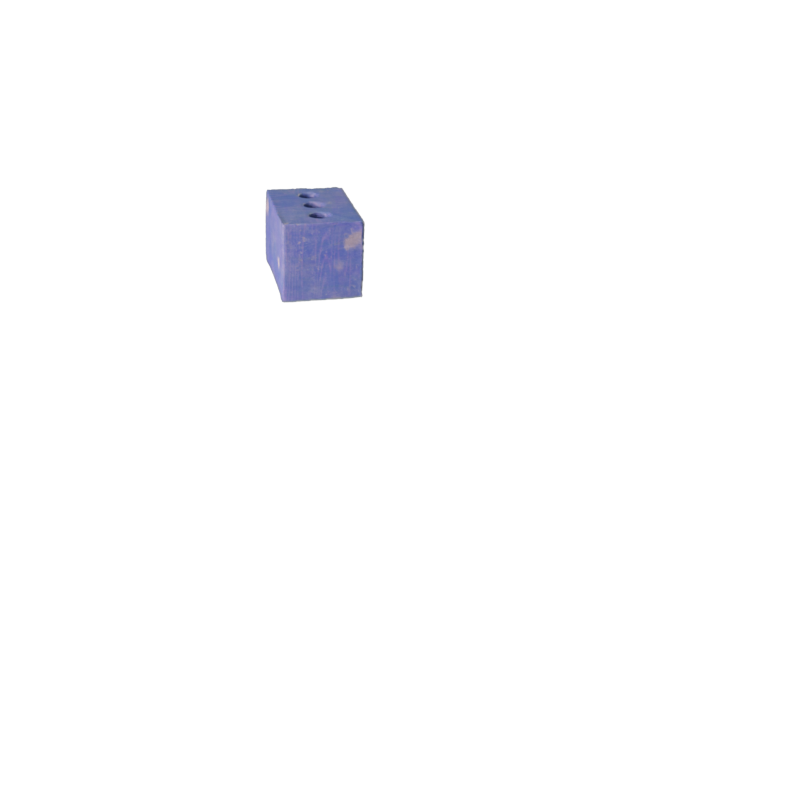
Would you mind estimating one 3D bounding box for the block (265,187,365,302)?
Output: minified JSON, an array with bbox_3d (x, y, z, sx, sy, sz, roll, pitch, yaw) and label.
[{"bbox_3d":[-0.055,-0.101,0.706,0.052,0.049,0.083,-4,25,-12],"label":"block"}]
